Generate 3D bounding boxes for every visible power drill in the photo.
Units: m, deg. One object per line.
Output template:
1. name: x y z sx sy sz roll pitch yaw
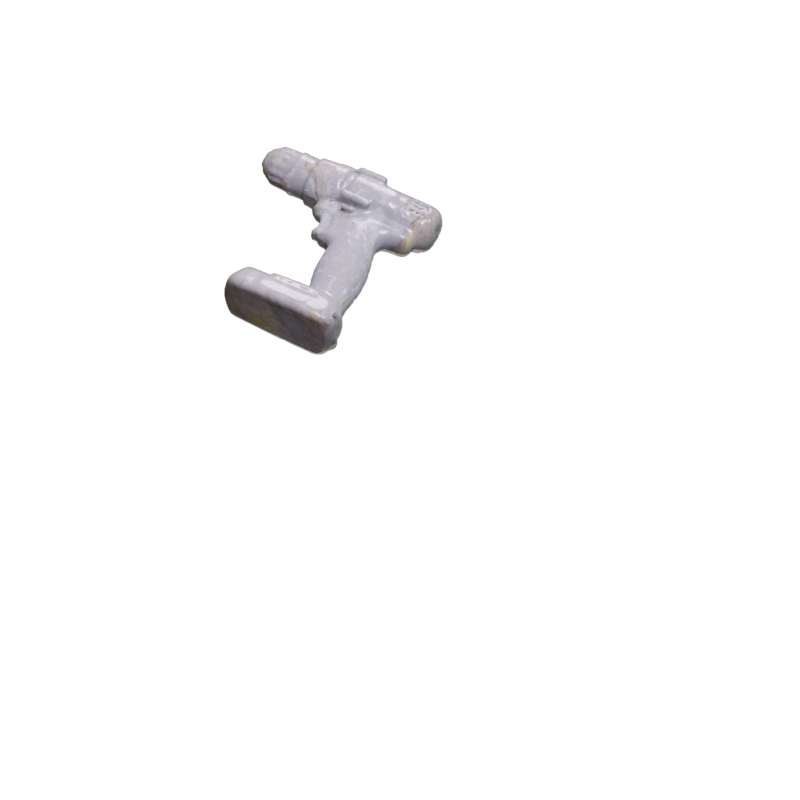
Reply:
1. power drill: -0.078 -0.143 0.998 0.191 0.194 0.053 23 -34 17
